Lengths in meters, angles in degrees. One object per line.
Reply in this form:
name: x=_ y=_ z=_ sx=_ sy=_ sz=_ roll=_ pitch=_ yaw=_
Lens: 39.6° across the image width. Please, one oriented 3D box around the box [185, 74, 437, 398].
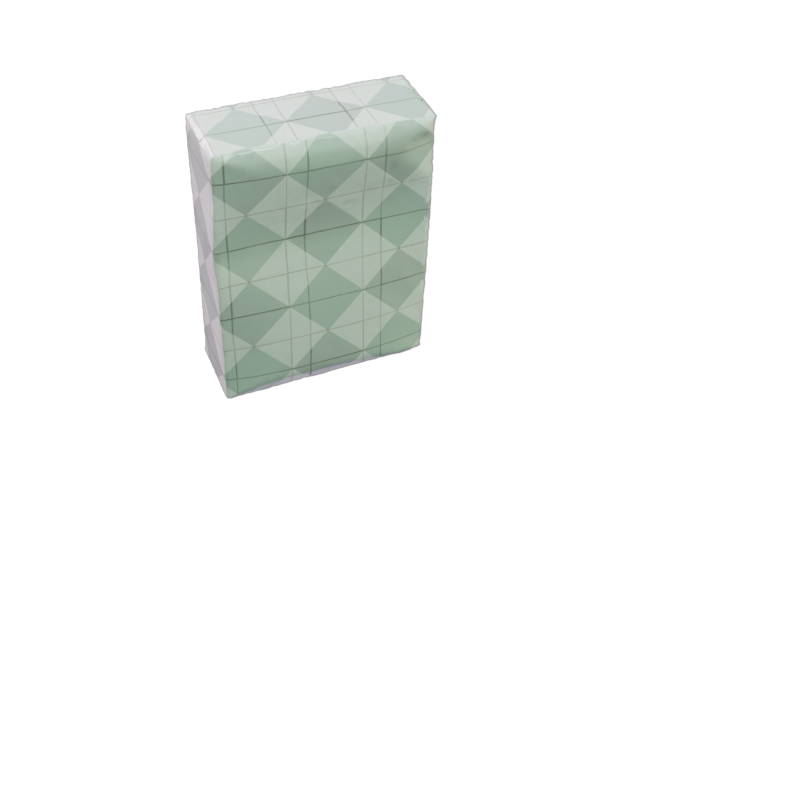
box: x=-0.063 y=-0.115 z=0.808 sx=0.162 sy=0.199 sz=0.078 roll=-14 pitch=43 yaw=-18
